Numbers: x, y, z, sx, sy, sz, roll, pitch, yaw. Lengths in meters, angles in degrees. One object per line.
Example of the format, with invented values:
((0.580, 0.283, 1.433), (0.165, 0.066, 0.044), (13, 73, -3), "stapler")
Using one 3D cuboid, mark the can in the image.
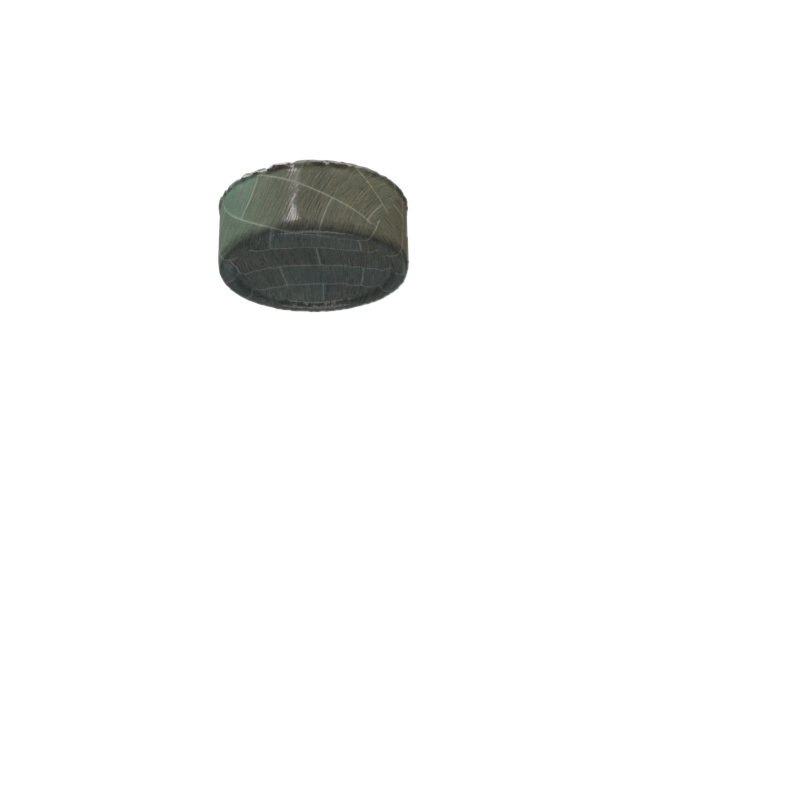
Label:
((-0.039, -0.071, 0.495), (0.086, 0.035, 0.081), (0, -22, -2), "can")
